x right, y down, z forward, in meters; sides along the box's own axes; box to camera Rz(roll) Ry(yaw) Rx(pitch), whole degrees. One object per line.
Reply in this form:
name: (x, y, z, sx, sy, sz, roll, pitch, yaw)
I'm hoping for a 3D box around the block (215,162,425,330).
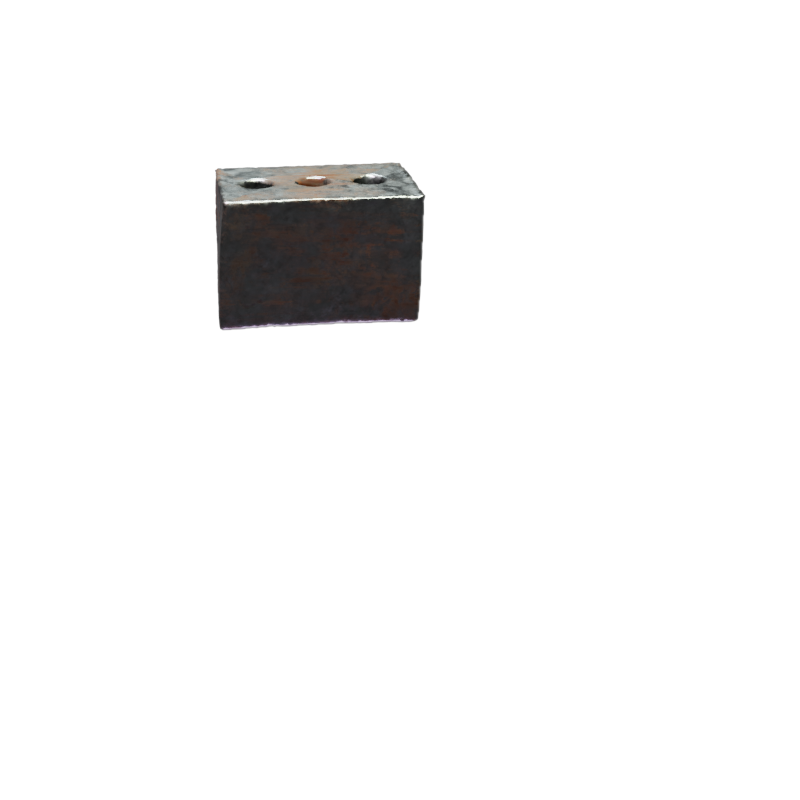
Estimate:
block: (-0.034, -0.062, 0.438, 0.077, 0.049, 0.056, -3, 24, -9)
